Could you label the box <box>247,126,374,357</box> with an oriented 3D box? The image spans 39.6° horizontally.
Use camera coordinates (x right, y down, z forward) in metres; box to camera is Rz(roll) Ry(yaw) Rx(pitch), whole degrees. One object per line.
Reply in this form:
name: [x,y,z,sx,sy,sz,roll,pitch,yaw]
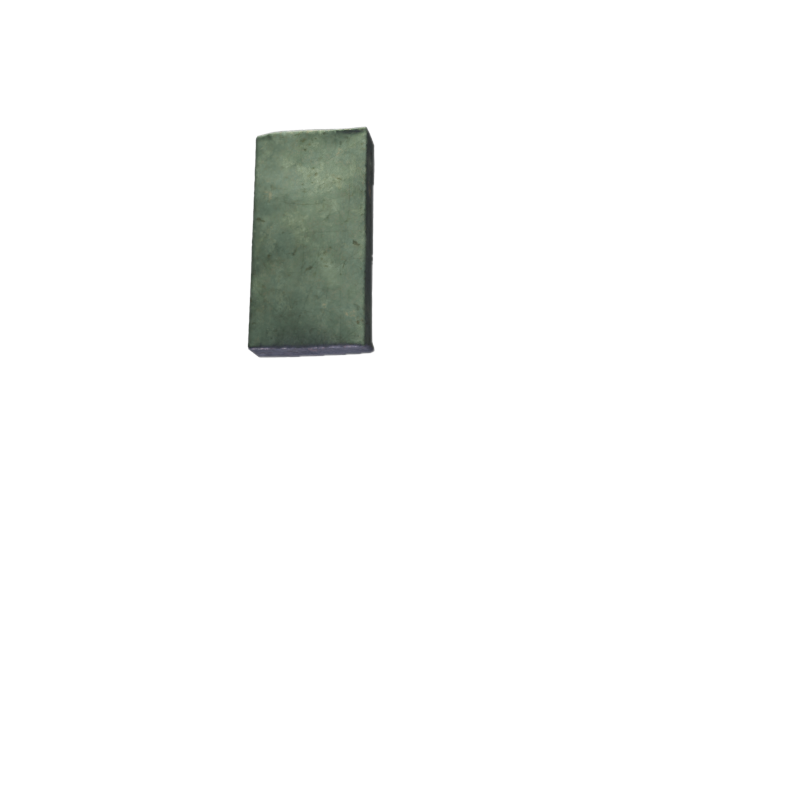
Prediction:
box: [-0.068,-0.124,0.865,0.094,0.182,0.046,-3,-14,10]
